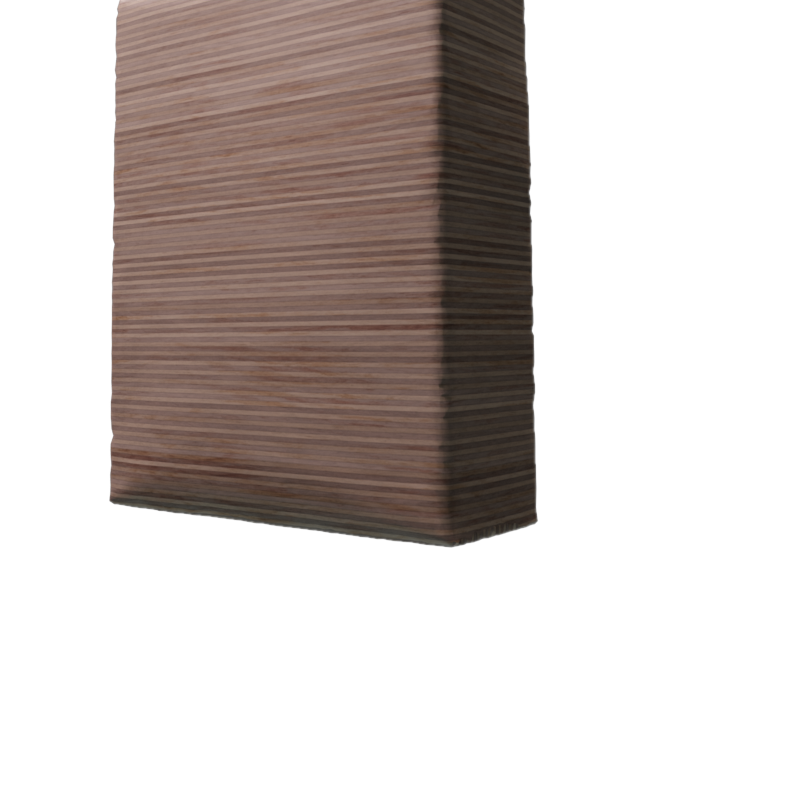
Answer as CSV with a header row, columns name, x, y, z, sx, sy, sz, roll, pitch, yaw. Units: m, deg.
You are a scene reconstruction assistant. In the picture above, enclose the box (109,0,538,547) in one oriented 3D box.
name,x,y,z,sx,sy,sz,roll,pitch,yaw
box,-0.034,-0.062,0.435,0.170,0.217,0.069,-2,-5,36
